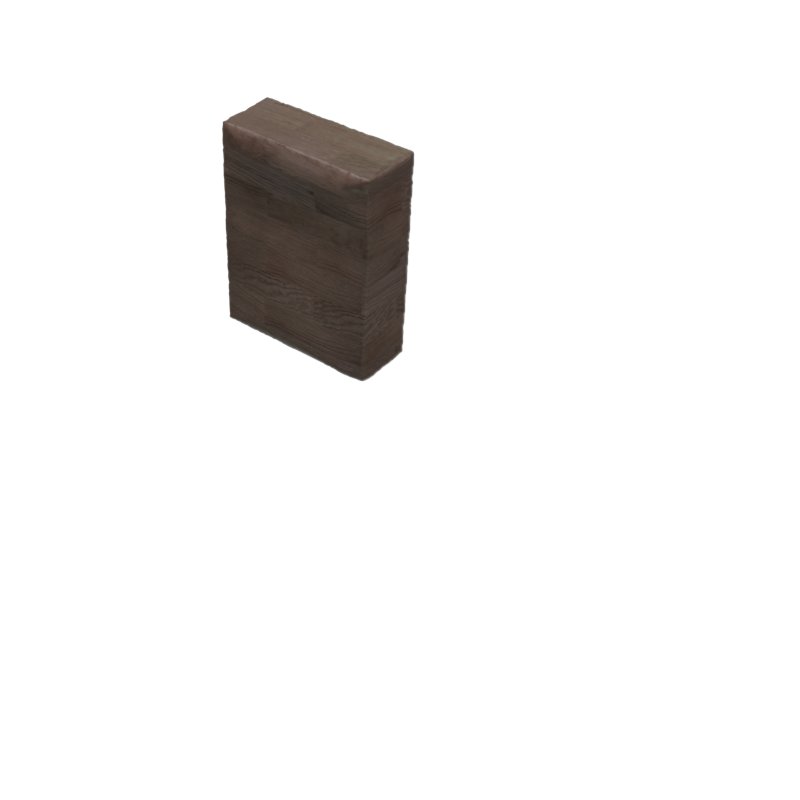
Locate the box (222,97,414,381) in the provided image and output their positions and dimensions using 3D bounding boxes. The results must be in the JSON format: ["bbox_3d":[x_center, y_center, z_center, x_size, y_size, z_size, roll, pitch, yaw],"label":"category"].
[{"bbox_3d":[-0.077,-0.141,0.988,0.174,0.200,0.072,27,43,29],"label":"box"}]
